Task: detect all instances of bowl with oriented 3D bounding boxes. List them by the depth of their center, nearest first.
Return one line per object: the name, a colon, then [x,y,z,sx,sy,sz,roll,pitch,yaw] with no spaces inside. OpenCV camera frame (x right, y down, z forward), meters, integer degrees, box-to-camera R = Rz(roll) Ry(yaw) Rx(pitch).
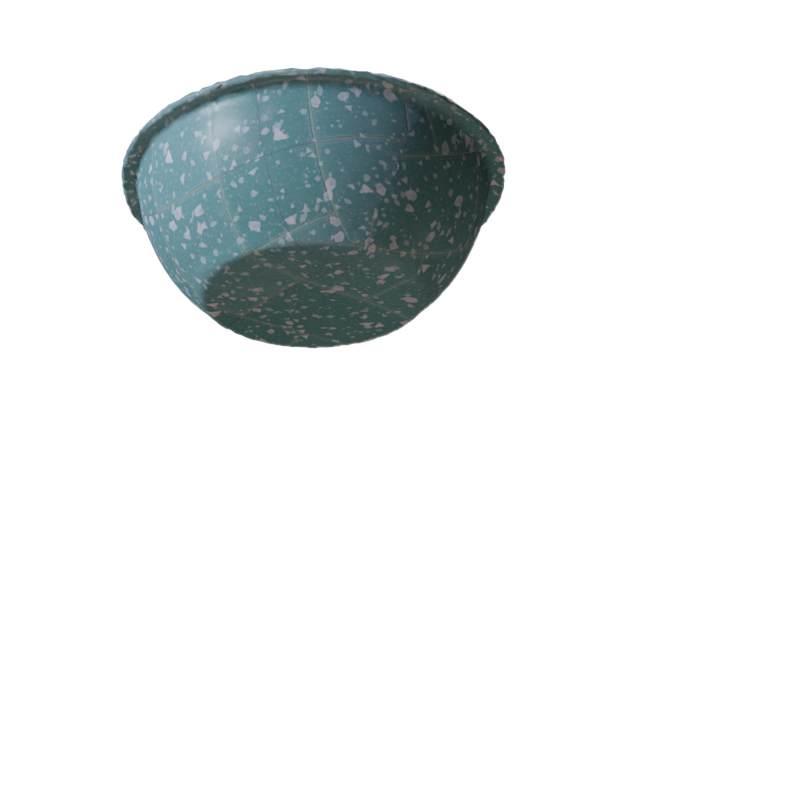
bowl: [-0.036,-0.065,0.457,0.162,0.058,0.153,1,-25,-2]
